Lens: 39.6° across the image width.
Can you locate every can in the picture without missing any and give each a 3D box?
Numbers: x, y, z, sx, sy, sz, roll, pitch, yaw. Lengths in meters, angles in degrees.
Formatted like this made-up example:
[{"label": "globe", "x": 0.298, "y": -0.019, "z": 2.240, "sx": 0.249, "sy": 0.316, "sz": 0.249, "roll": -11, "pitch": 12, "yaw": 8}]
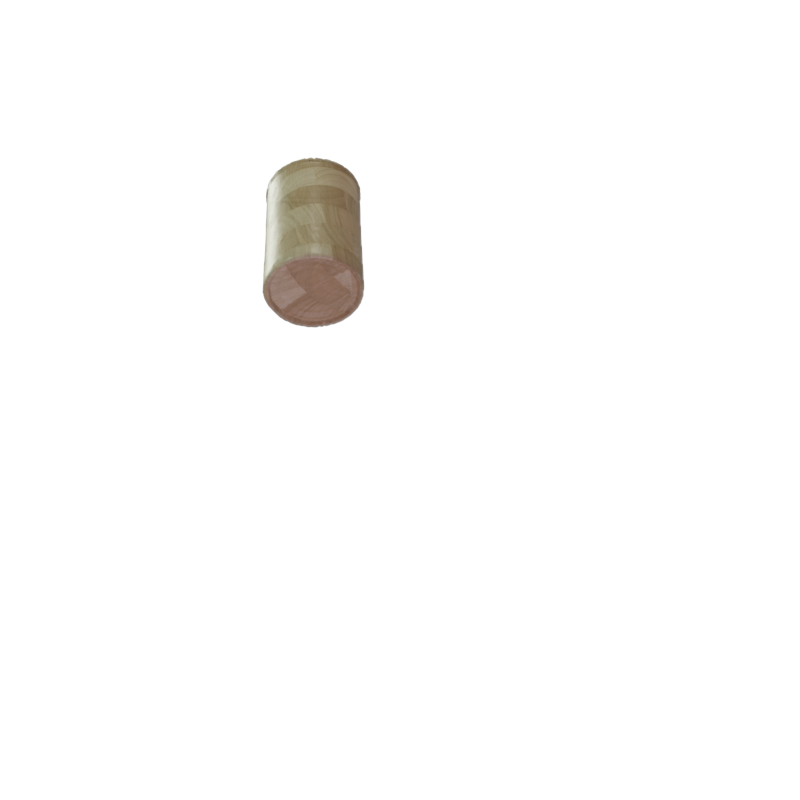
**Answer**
[{"label": "can", "x": -0.059, "y": -0.108, "z": 0.758, "sx": 0.068, "sy": 0.110, "sz": 0.064, "roll": -1, "pitch": -45, "yaw": -3}]
